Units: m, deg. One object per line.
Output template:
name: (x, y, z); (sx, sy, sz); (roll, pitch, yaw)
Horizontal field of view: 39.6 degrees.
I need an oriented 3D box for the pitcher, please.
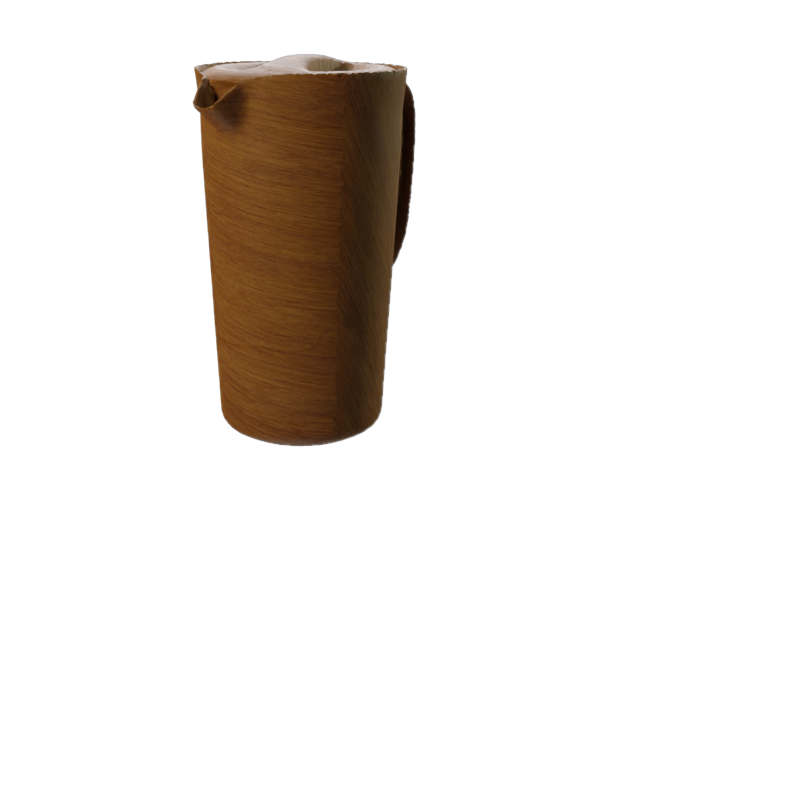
pitcher: (-0.057, -0.104, 0.726); (0.148, 0.235, 0.151); (-1, 16, -5)
